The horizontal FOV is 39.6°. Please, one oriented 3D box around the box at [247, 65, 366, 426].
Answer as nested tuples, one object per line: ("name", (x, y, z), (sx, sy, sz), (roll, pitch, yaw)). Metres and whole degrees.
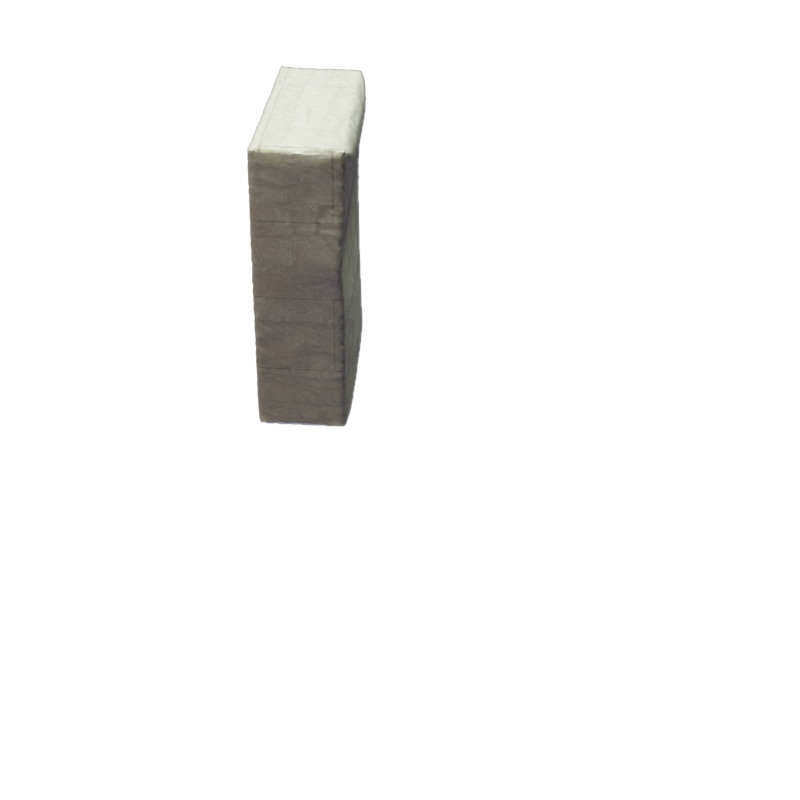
("box", (-0.063, -0.115, 0.806), (0.072, 0.201, 0.174), (3, 31, 1))
